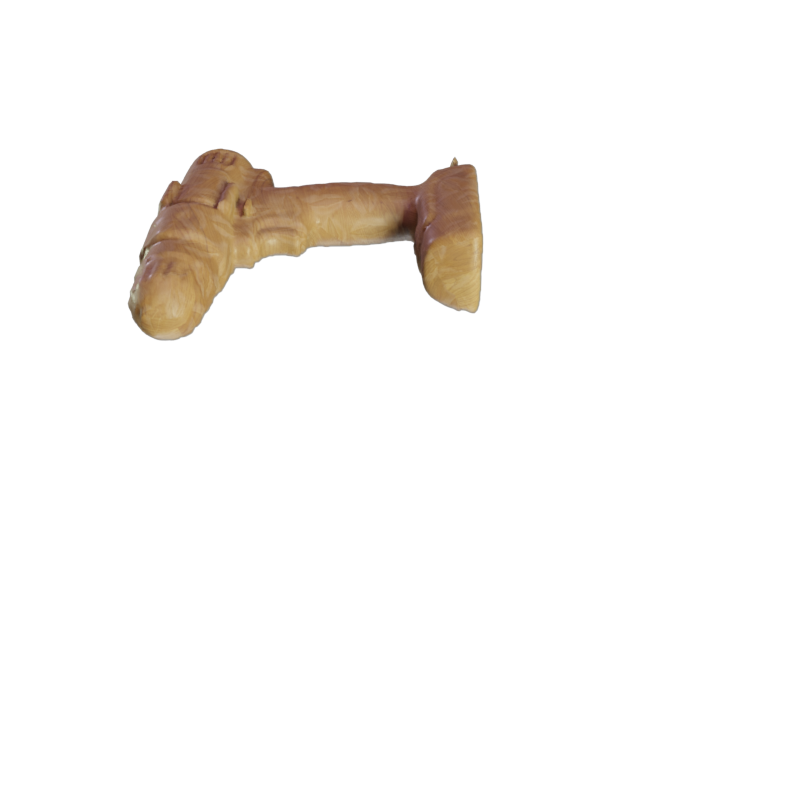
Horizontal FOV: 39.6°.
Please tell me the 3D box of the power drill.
[{"bbox_3d":[-0.049,-0.089,0.626,0.189,0.054,0.195,3,35,4],"label":"power drill"}]
